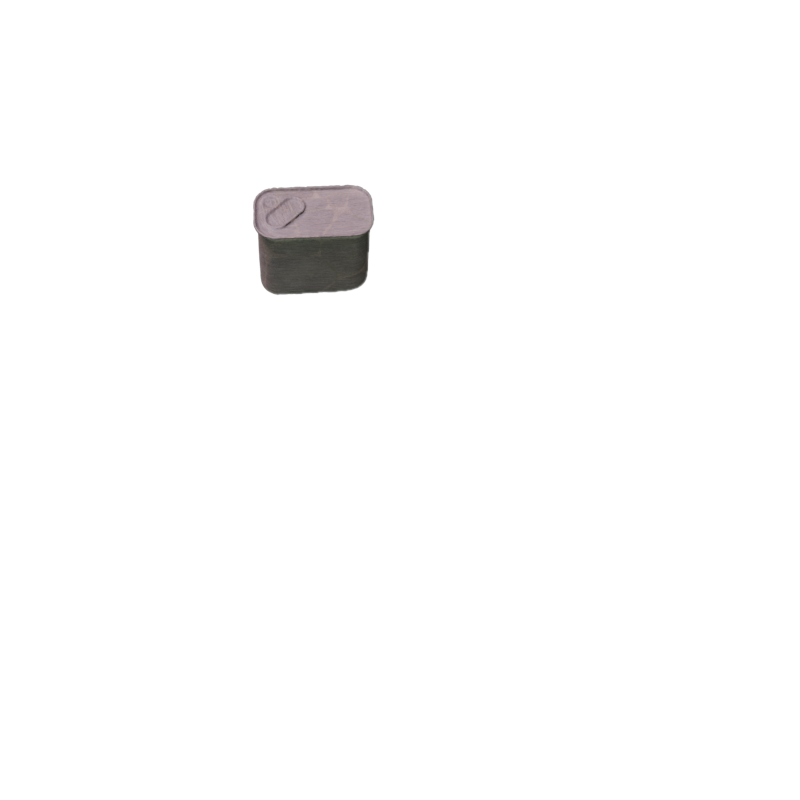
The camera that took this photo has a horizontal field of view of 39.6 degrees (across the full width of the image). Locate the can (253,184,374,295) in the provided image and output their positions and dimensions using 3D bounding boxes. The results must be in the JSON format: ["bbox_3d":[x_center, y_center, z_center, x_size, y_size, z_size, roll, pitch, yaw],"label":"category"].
[{"bbox_3d":[-0.076,-0.138,0.969,0.101,0.062,0.078,-2,-35,-3],"label":"can"}]
